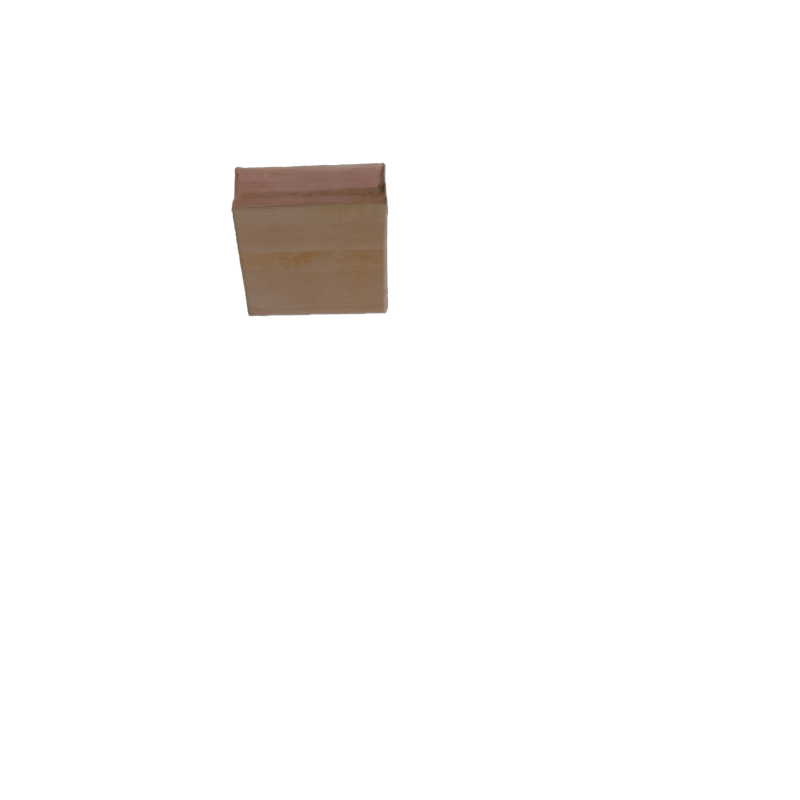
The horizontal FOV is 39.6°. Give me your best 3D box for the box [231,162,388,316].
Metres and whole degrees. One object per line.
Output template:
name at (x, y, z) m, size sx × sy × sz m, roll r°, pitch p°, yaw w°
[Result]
box at (-0.043, -0.079, 0.551) m, size 0.073 × 0.032 × 0.083 m, roll -1°, pitch -36°, yaw 1°
